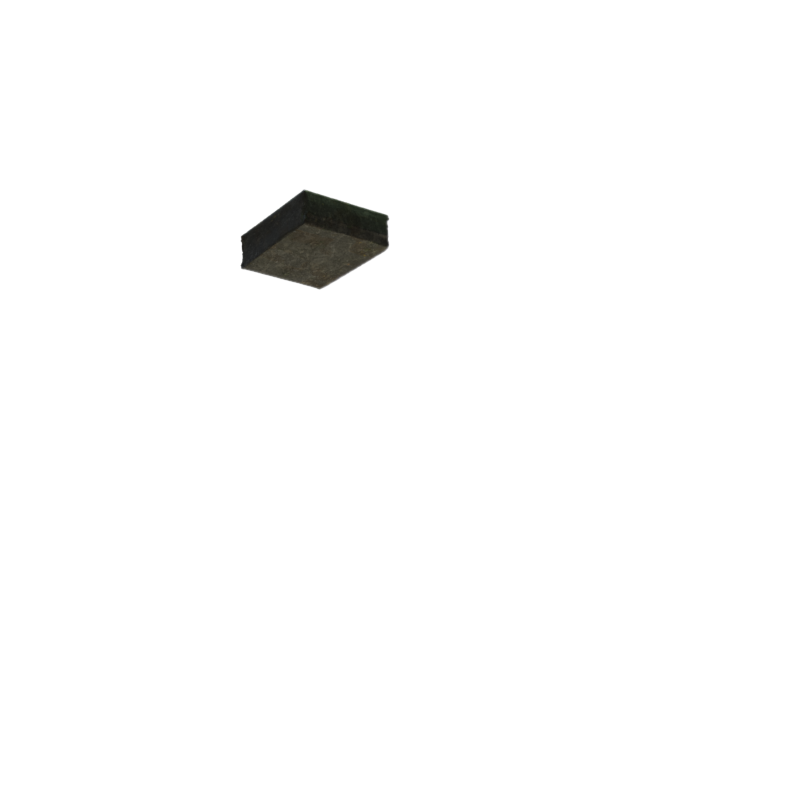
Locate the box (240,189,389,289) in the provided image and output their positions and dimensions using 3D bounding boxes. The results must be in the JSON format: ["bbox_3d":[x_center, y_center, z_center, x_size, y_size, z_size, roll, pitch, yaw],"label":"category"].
[{"bbox_3d":[-0.077,-0.141,0.989,0.085,0.041,0.113,15,-26,-33],"label":"box"}]
